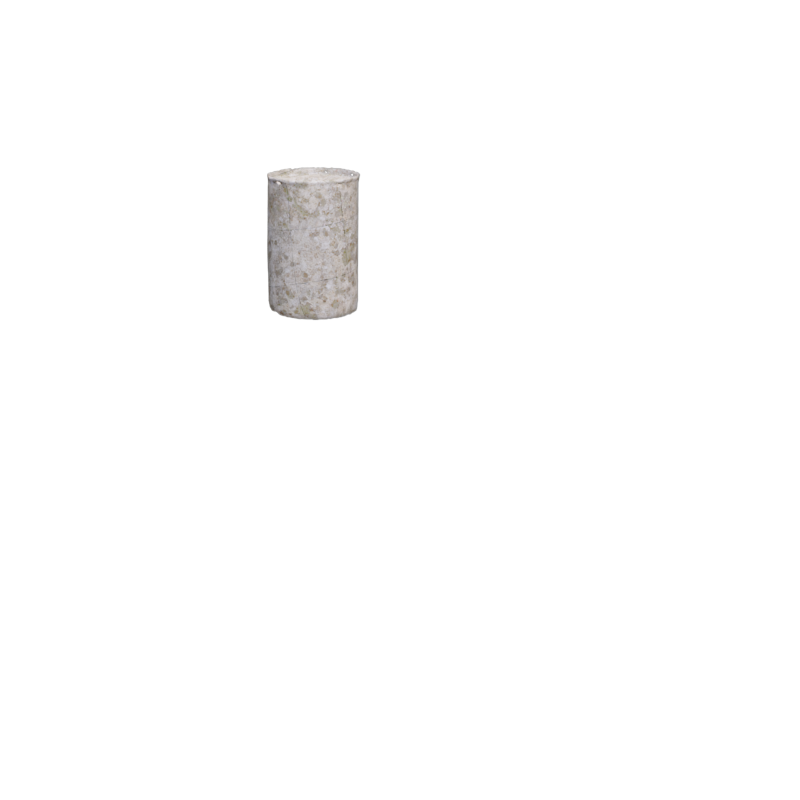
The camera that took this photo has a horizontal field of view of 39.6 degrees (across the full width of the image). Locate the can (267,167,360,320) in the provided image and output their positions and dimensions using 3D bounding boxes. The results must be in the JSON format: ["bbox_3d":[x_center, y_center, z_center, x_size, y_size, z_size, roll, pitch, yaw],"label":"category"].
[{"bbox_3d":[-0.064,-0.117,0.818,0.068,0.099,0.071,0,14,-2],"label":"can"}]
